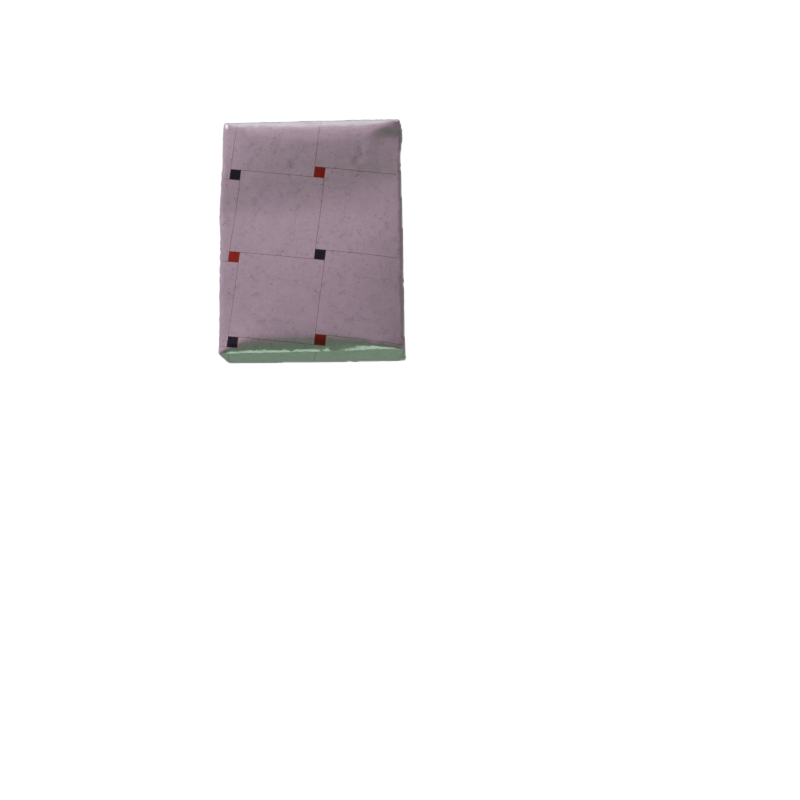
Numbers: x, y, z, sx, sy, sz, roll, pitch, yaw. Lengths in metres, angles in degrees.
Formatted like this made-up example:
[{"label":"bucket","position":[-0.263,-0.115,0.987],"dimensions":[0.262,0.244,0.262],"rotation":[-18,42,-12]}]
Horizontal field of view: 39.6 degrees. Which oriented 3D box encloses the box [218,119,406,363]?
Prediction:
[{"label":"box","position":[-0.078,-0.143,0.999],"dimensions":[0.165,0.220,0.069],"rotation":[-1,-12,3]}]
